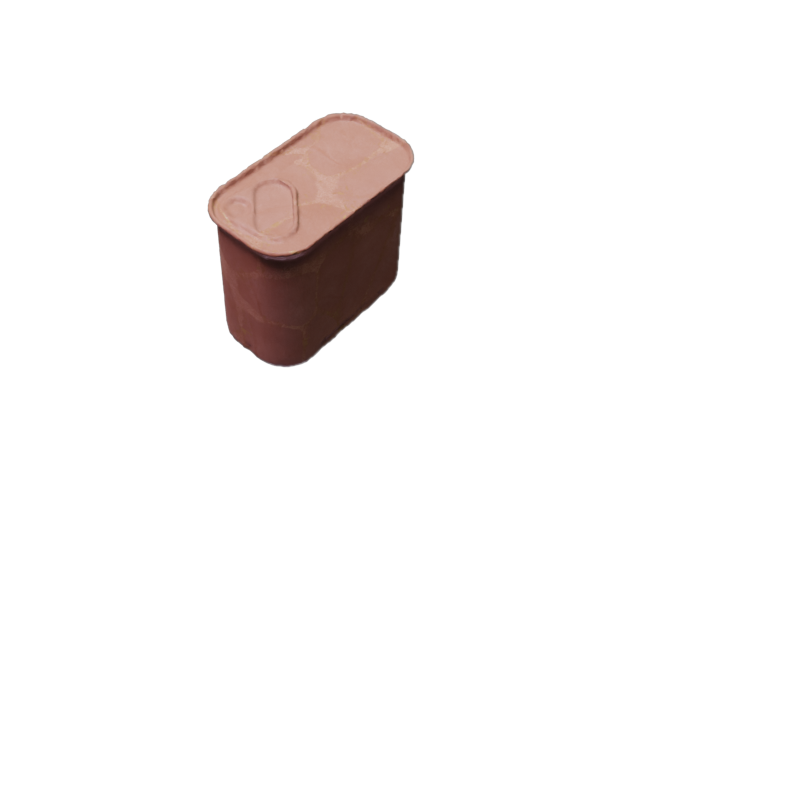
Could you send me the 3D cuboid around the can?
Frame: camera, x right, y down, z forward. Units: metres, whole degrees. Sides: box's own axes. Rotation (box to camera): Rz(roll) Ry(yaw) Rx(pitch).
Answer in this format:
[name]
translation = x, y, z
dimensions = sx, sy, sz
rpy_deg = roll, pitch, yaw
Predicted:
[can]
translation = -0.042, -0.077, 0.541
dimensions = 0.061, 0.078, 0.103
rpy_deg = 33, 56, 23
